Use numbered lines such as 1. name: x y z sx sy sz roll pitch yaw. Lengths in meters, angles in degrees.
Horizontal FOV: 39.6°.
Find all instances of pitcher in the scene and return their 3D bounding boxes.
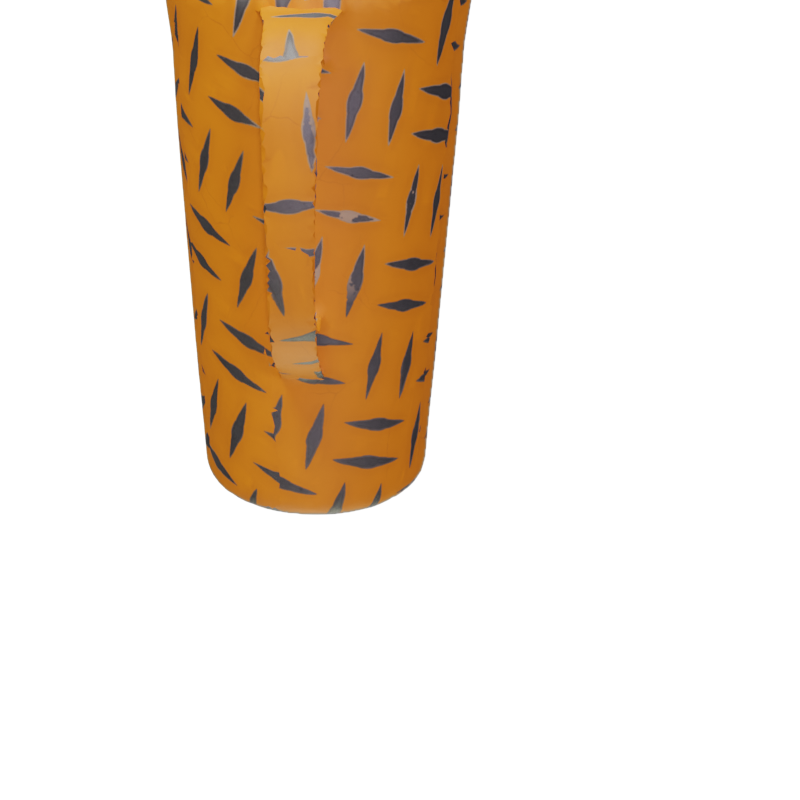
1. pitcher: -0.040 -0.072 0.505 0.146 0.233 0.154 -16 26 -40
